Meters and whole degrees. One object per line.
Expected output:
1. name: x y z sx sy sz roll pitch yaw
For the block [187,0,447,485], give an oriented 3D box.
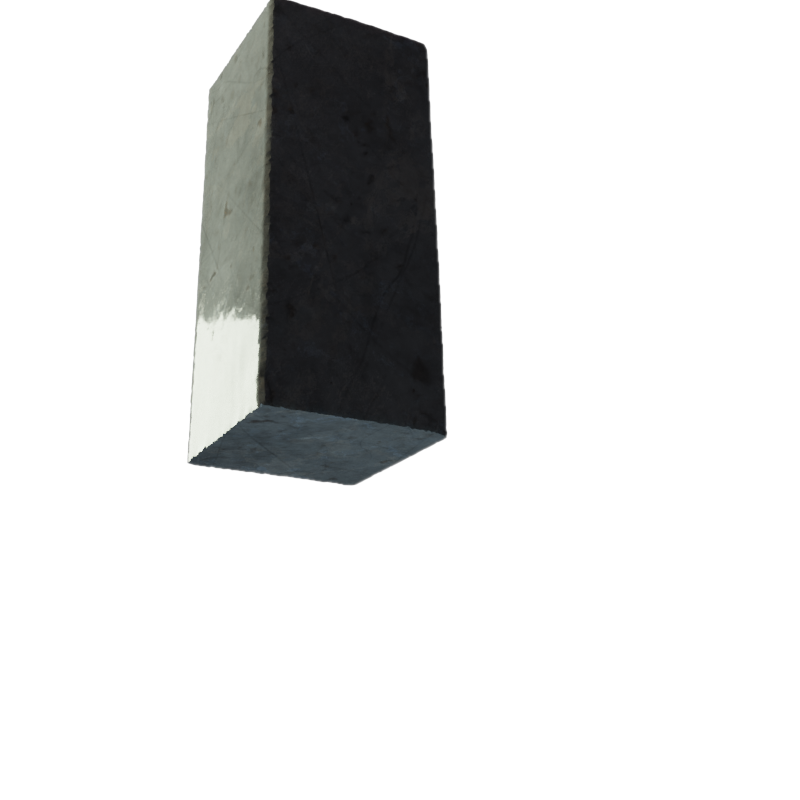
1. block: -0.041 -0.076 0.534 0.087 0.218 0.089 12 -28 -26
